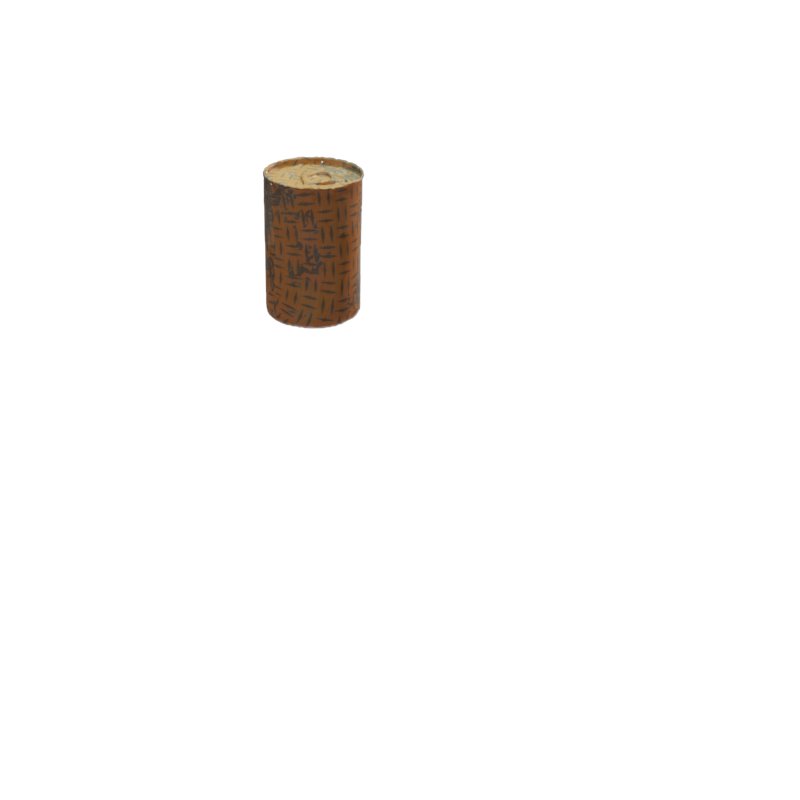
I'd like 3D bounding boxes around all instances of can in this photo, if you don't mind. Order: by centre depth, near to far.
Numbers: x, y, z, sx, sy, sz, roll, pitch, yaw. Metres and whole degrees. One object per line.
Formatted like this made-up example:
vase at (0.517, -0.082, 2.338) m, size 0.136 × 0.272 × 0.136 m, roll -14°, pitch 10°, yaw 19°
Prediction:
can at (-0.060, -0.109, 0.762) m, size 0.068 × 0.097 × 0.072 m, roll 0°, pitch 25°, yaw -2°
